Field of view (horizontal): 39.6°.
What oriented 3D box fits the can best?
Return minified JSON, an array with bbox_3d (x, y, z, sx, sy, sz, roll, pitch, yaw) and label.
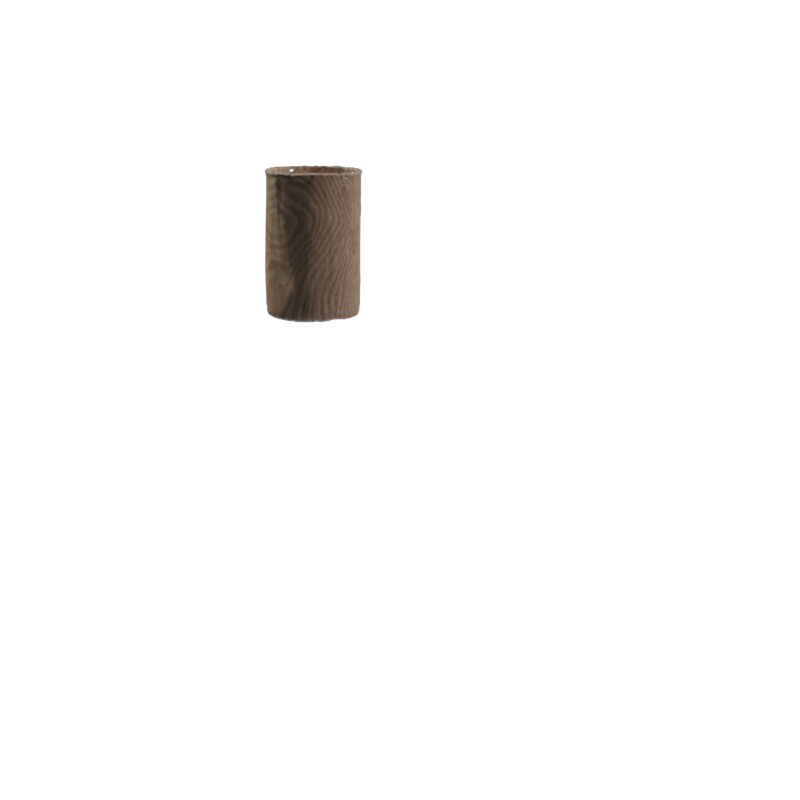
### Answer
[{"bbox_3d":[-0.061,-0.111,0.778,0.068,0.100,0.070,0,11,-2],"label":"can"}]
